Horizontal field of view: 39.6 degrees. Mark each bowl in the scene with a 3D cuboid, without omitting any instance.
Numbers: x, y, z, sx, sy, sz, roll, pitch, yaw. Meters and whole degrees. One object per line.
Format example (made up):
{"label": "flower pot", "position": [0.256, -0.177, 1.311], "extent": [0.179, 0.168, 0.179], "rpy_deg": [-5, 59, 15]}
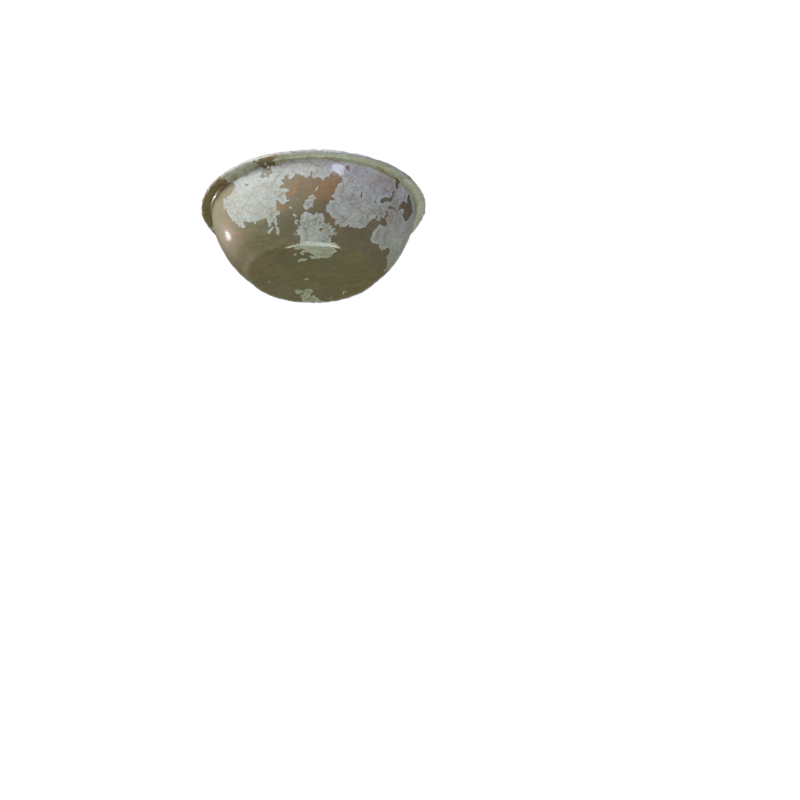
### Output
{"label": "bowl", "position": [-0.062, -0.113, 0.789], "extent": [0.162, 0.058, 0.154], "rpy_deg": [1, -22, -2]}
